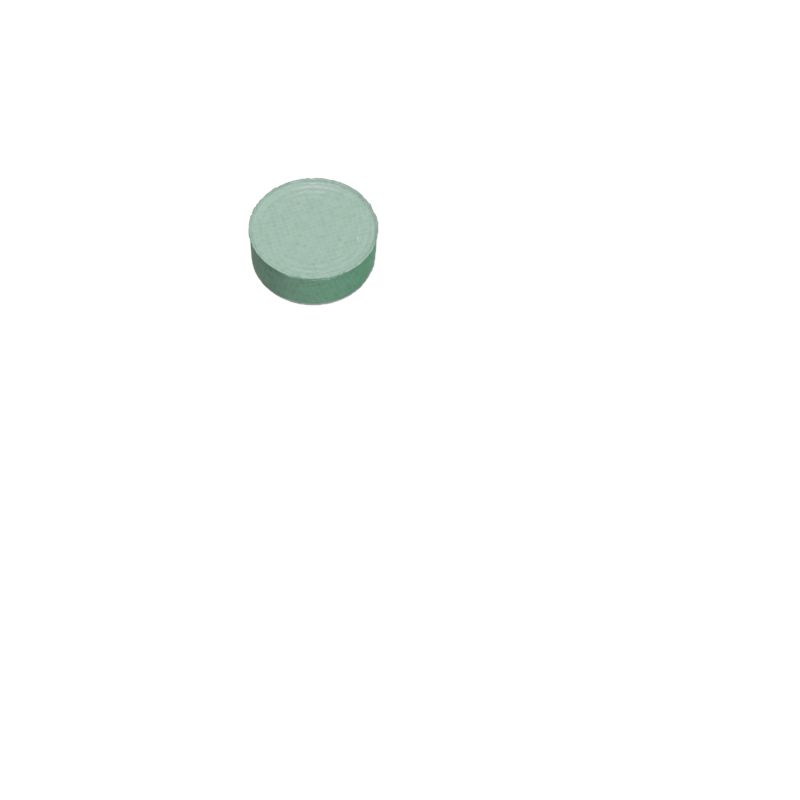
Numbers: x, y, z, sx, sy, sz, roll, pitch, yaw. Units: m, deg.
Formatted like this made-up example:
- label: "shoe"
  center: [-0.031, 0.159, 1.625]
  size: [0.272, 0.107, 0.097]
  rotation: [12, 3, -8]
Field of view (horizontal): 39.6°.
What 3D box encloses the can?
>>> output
- label: "can"
  center: [-0.058, -0.106, 0.743]
  size: [0.086, 0.092, 0.031]
  rotation: [-1, -35, -1]
